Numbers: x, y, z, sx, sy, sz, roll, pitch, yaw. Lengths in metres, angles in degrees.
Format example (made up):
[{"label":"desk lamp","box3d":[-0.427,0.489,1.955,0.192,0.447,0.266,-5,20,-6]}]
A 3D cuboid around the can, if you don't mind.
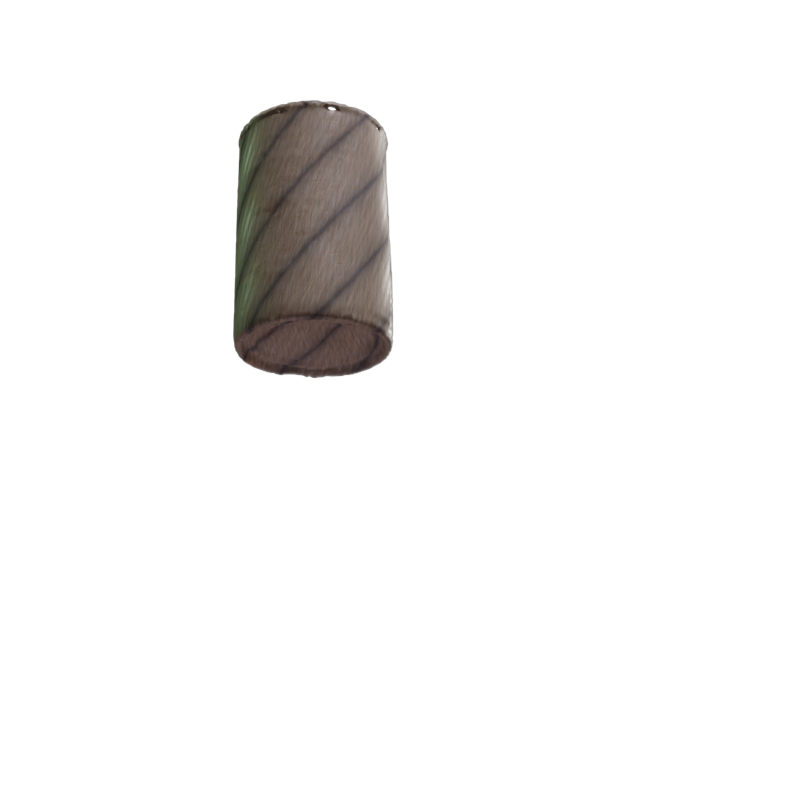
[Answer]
[{"label":"can","box3d":[-0.038,-0.069,0.480,0.068,0.108,0.065,0,-25,-2]}]
